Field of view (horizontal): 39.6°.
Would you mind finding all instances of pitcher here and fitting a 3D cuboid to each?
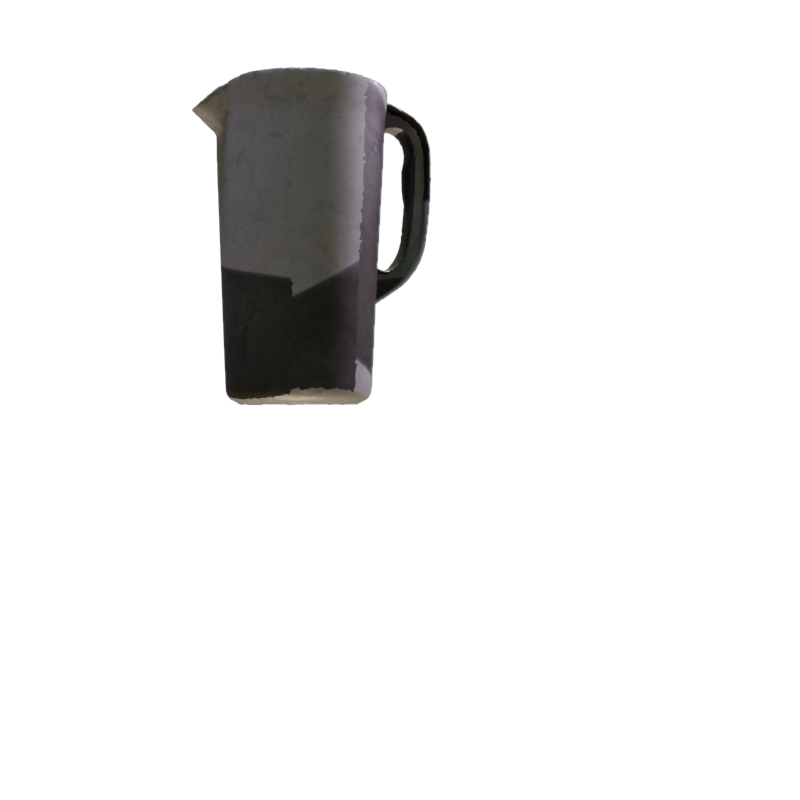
[{"bbox_3d":[-0.065,-0.119,0.835,0.153,0.247,0.139,-3,-6,22],"label":"pitcher"}]
